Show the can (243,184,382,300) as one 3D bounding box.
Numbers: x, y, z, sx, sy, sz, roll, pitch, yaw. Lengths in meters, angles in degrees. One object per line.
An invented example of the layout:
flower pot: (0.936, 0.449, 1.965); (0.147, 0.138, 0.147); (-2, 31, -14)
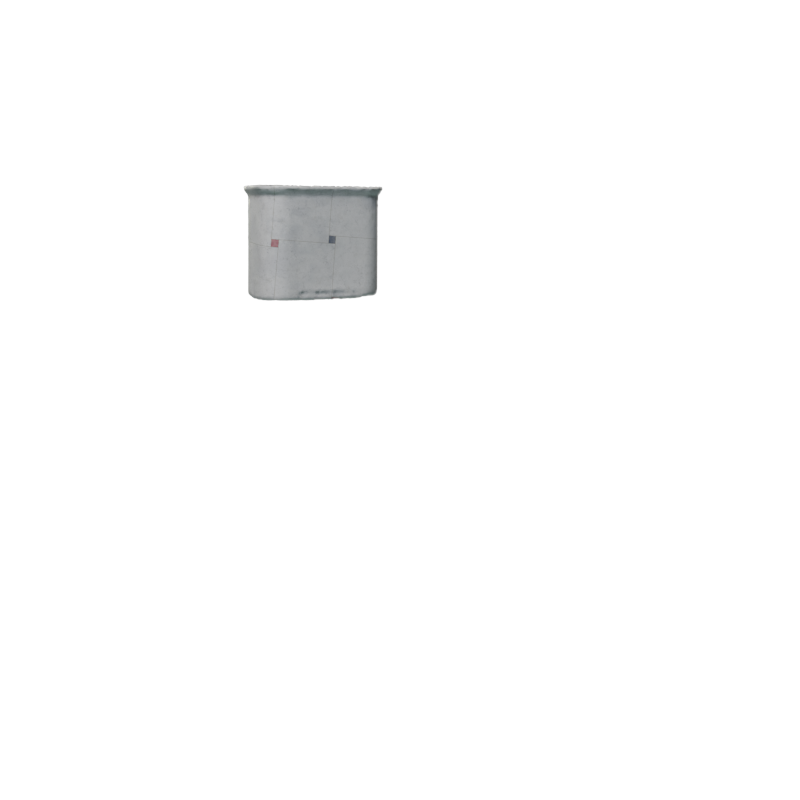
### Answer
can: (-0.065, -0.119, 0.834); (0.099, 0.083, 0.060); (-3, 5, -27)
